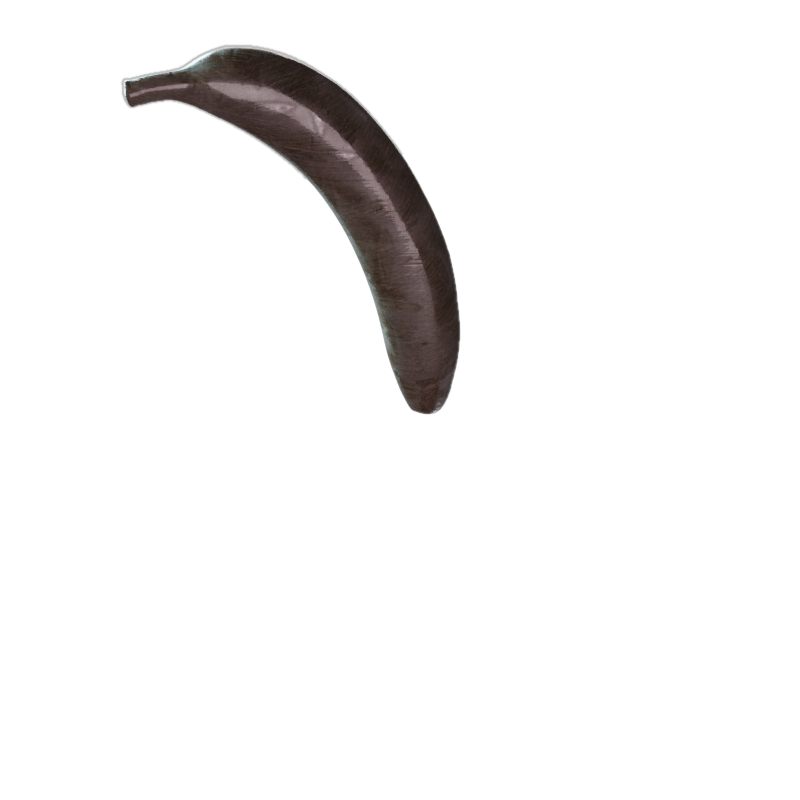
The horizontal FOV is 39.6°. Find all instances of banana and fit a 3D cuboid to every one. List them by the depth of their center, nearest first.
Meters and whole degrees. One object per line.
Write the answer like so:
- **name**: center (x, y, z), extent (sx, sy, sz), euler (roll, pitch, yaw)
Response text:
- **banana**: center (-0.025, -0.080, 0.465), extent (0.069, 0.189, 0.039), euler (-38, 17, 14)
